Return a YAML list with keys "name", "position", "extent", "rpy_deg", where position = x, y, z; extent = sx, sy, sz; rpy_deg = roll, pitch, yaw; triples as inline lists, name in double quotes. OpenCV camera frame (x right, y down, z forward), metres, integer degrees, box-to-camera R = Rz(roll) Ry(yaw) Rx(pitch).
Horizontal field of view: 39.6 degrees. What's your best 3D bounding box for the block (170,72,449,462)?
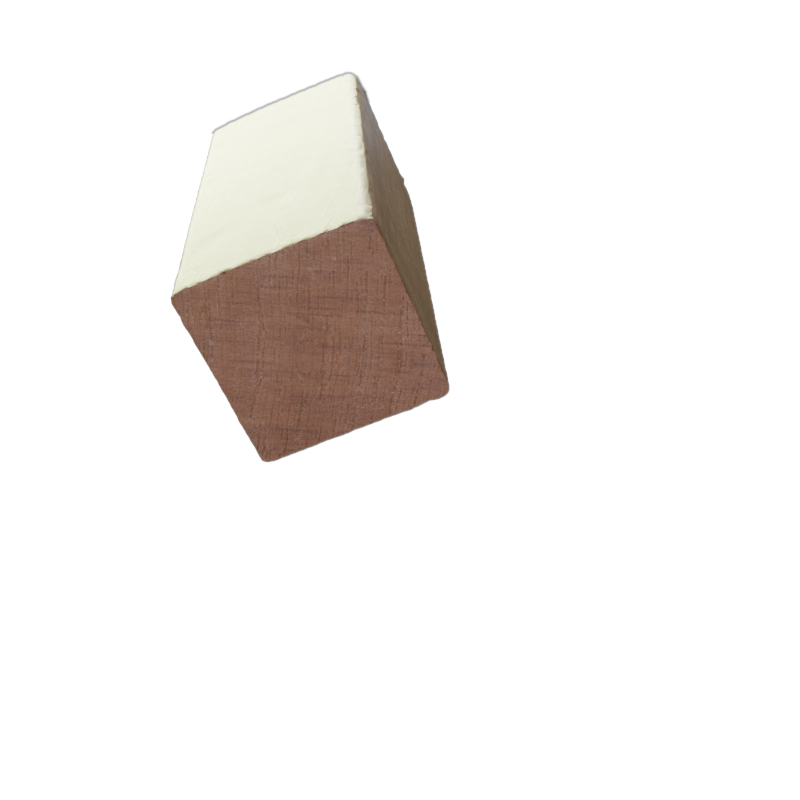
- name: "block"
  position: [-0.042, -0.078, 0.543]
  extent: [0.090, 0.085, 0.219]
  rpy_deg: [-21, 29, 8]
